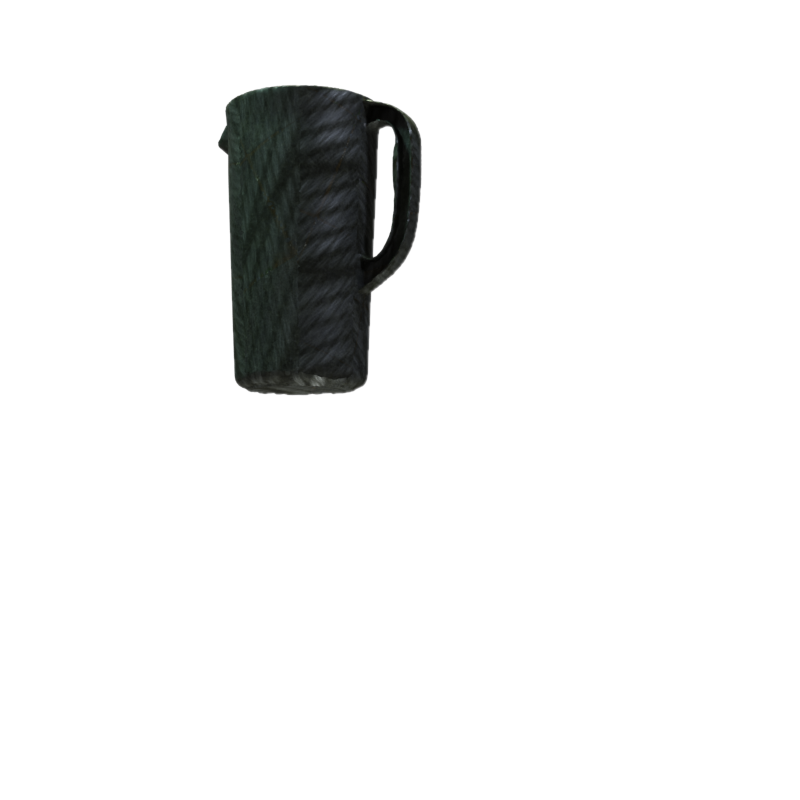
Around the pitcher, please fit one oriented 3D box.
[{"bbox_3d":[-0.071,-0.130,0.912,0.141,0.250,0.149,3,-11,-19],"label":"pitcher"}]
